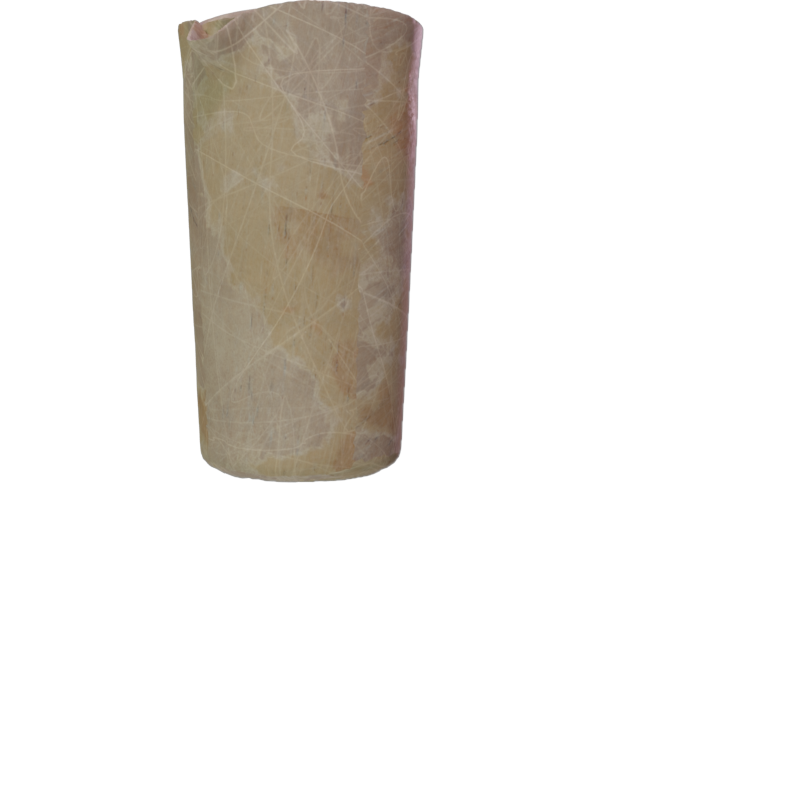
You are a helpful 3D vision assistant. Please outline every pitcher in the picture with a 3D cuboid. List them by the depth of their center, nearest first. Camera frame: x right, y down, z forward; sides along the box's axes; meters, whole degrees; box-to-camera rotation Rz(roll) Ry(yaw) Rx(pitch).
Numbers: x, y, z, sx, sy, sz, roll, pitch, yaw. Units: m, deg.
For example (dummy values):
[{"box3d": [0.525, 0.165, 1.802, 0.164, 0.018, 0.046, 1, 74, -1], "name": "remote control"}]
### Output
[{"box3d": [-0.048, -0.087, 0.607, 0.147, 0.244, 0.147, 0, 0, -13], "name": "pitcher"}]
